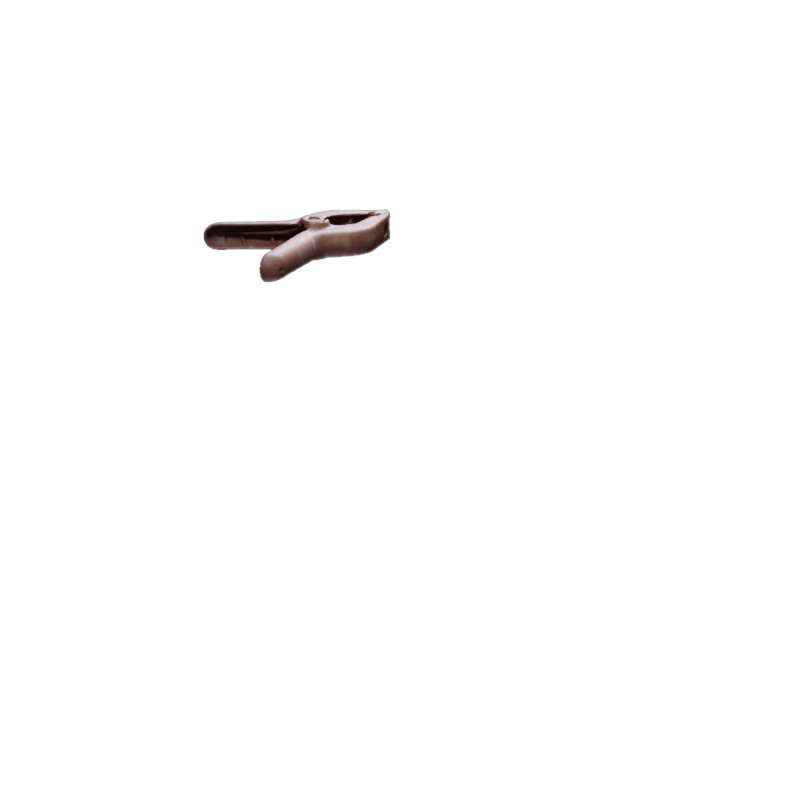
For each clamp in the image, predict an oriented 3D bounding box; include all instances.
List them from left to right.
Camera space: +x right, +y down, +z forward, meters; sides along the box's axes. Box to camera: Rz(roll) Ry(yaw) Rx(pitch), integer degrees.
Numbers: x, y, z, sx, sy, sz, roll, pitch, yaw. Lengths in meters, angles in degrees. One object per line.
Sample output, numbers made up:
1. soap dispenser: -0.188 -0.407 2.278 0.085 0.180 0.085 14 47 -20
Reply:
1. clamp: -0.077 -0.140 0.981 0.169 0.037 0.129 -13 33 -21
